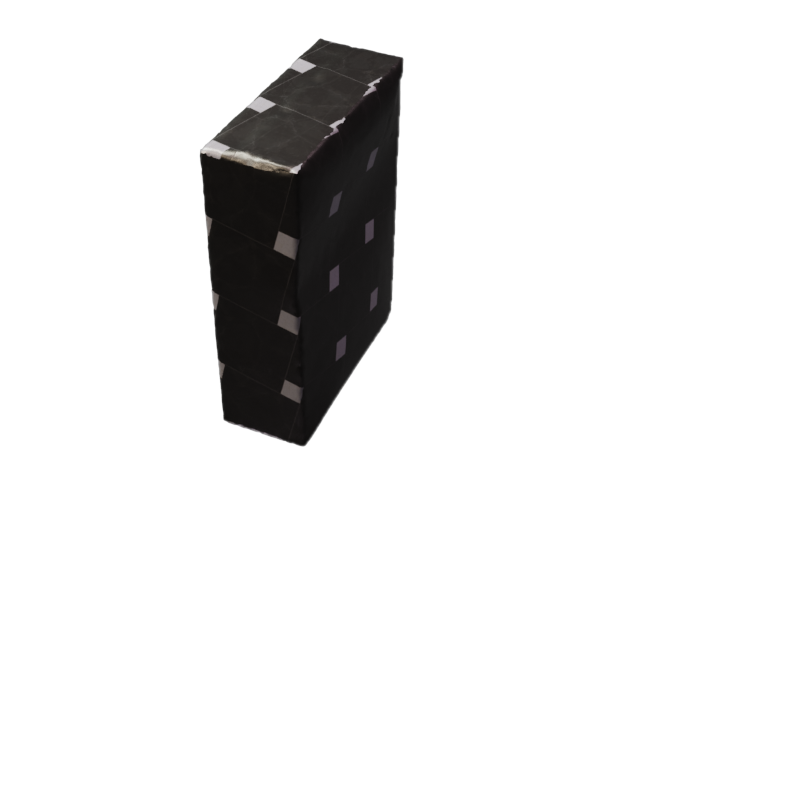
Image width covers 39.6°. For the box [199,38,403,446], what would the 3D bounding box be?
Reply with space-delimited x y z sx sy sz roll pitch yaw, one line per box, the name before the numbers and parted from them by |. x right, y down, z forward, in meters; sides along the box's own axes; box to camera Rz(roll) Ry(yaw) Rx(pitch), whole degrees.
box | -0.057 -0.104 0.731 0.074 0.200 0.170 15 41 15
